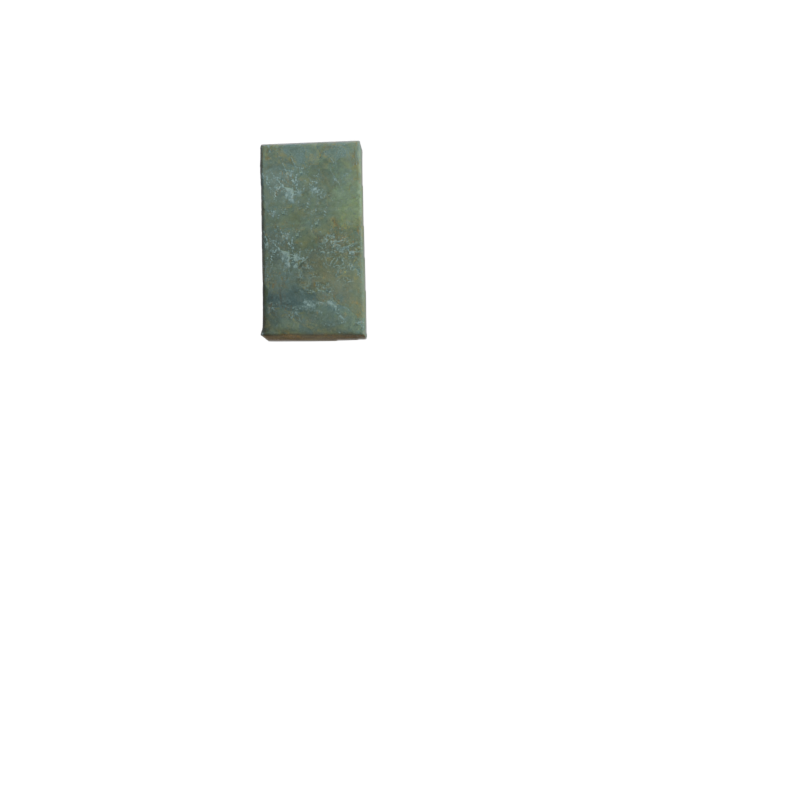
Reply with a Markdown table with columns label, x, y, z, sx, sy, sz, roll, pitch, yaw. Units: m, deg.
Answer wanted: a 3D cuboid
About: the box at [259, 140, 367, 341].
| label | x | y | z | sx | sy | sz | roll | pitch | yaw |
| --- | --- | --- | --- | --- | --- | --- | --- | --- | --- |
| box | -0.078 | -0.142 | 0.997 | 0.094 | 0.181 | 0.046 | -1 | -11 | 4 |
